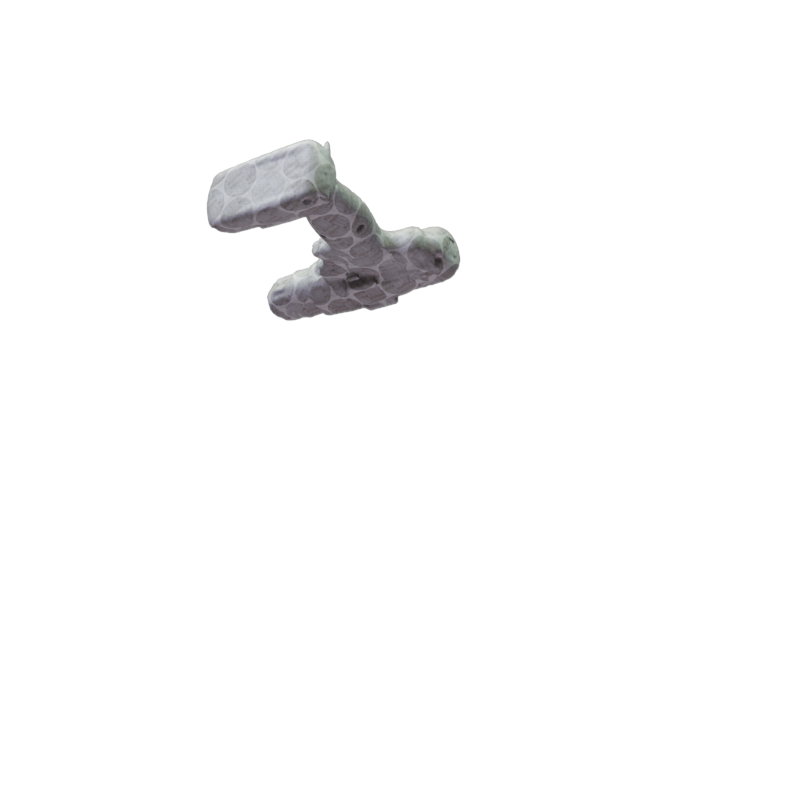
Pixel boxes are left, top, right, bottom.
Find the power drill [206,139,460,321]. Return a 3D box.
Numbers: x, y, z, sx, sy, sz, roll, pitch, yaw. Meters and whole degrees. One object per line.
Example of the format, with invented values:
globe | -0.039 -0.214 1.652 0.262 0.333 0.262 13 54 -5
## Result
power drill | -0.070 -0.128 0.898 0.187 0.061 0.174 -15 -29 29
